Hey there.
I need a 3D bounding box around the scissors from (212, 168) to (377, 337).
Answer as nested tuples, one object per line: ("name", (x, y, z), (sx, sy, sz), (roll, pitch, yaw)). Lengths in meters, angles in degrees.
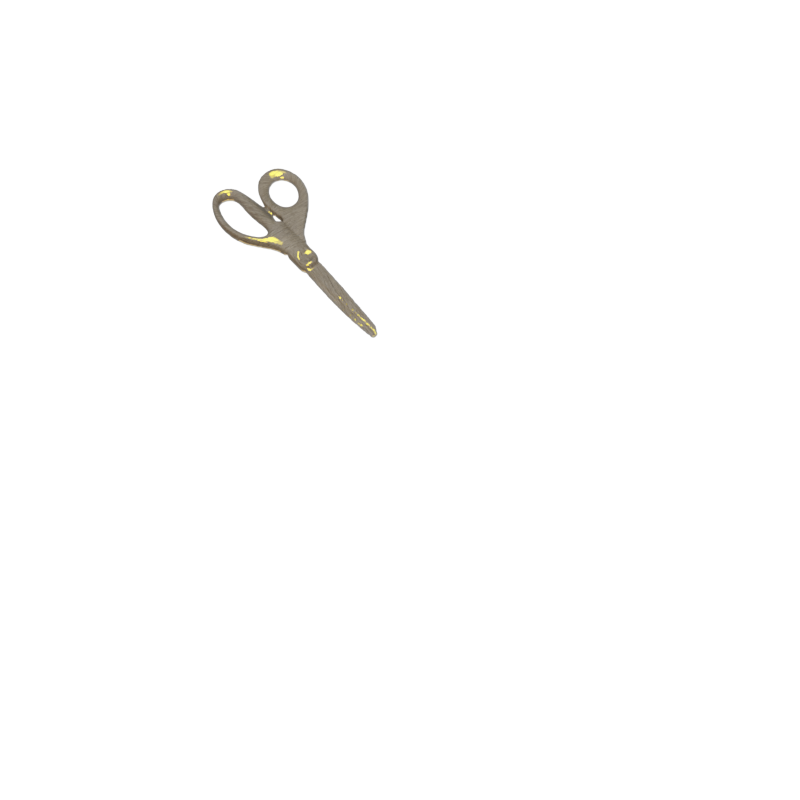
("scissors", (-0.078, -0.142, 0.992), (0.211, 0.098, 0.015), (33, -26, 19))
